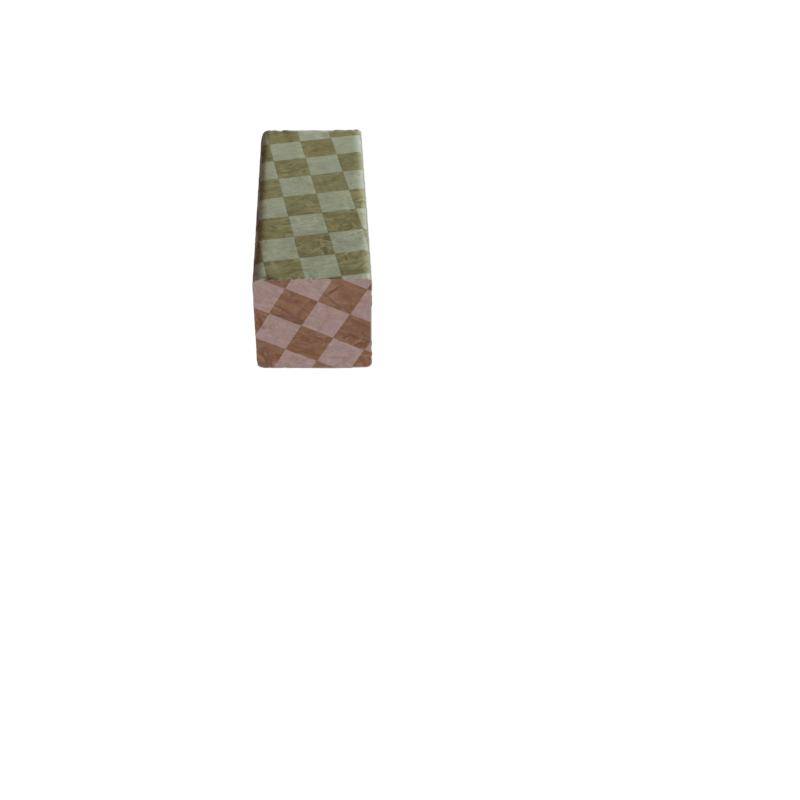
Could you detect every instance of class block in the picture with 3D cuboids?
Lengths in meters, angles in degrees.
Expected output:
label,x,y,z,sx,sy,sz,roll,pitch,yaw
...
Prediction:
label,x,y,z,sx,sy,sz,roll,pitch,yaw
block,-0.072,-0.129,0.908,0.090,0.084,0.221,-2,42,-2
